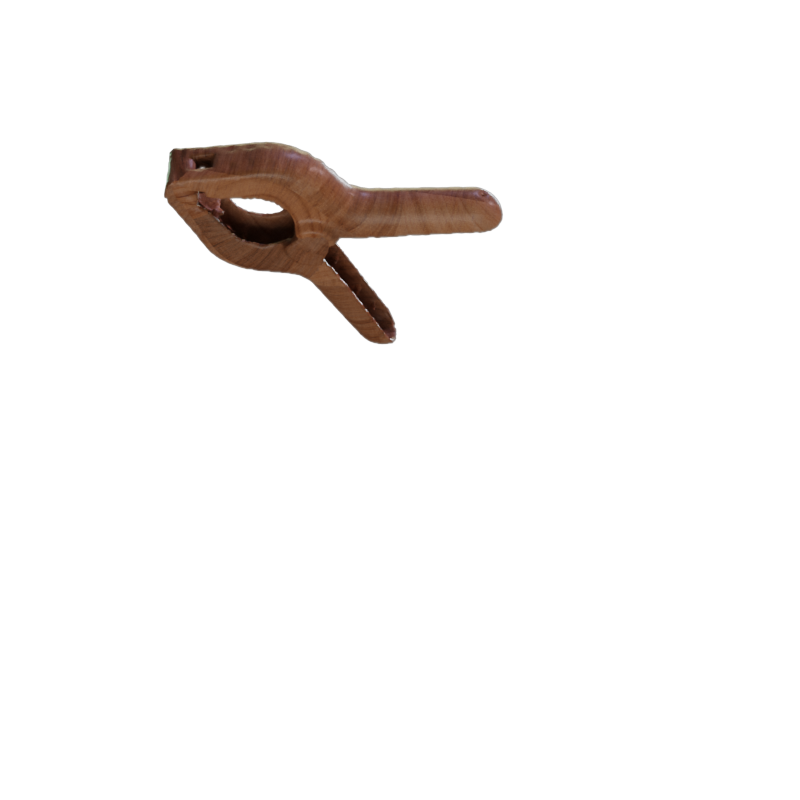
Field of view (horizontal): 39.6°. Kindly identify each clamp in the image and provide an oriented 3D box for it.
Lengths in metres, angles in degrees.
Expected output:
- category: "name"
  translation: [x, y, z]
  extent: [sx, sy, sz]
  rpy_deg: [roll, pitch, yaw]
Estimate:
- category: "clamp"
  translation: [-0.046, -0.084, 0.587]
  extent: [0.167, 0.115, 0.042]
  rpy_deg: [15, 40, -13]
